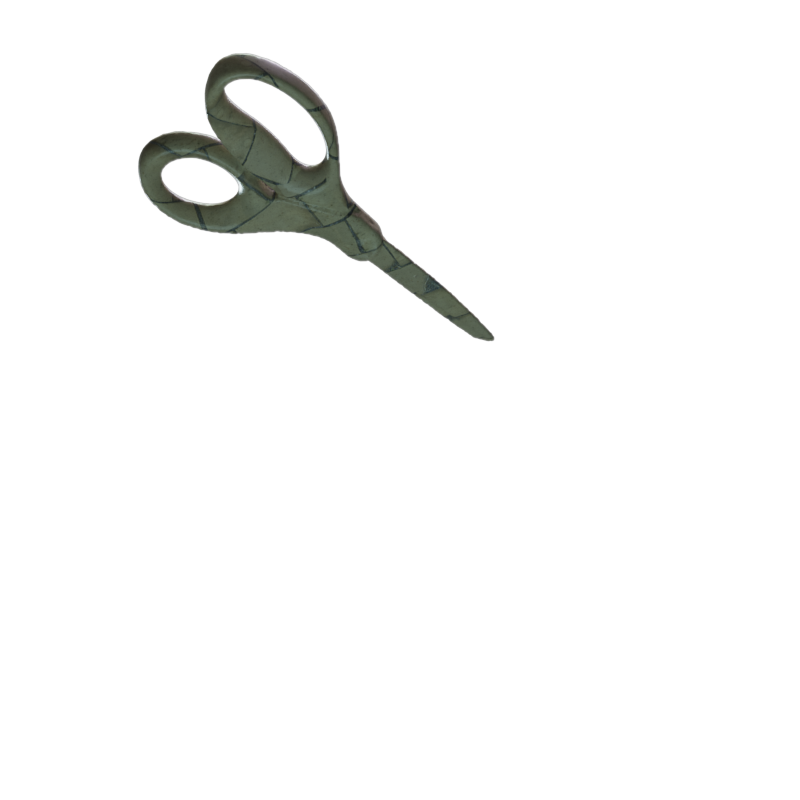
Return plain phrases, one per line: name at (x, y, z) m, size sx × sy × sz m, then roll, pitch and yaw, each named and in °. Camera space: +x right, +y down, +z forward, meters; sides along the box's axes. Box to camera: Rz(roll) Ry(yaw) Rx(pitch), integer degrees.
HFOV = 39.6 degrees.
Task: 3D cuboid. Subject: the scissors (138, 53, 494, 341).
scissors at (-0.039, -0.071, 0.498) m, size 0.097 × 0.017 × 0.186 m, roll -19°, pitch -45°, yaw 19°
